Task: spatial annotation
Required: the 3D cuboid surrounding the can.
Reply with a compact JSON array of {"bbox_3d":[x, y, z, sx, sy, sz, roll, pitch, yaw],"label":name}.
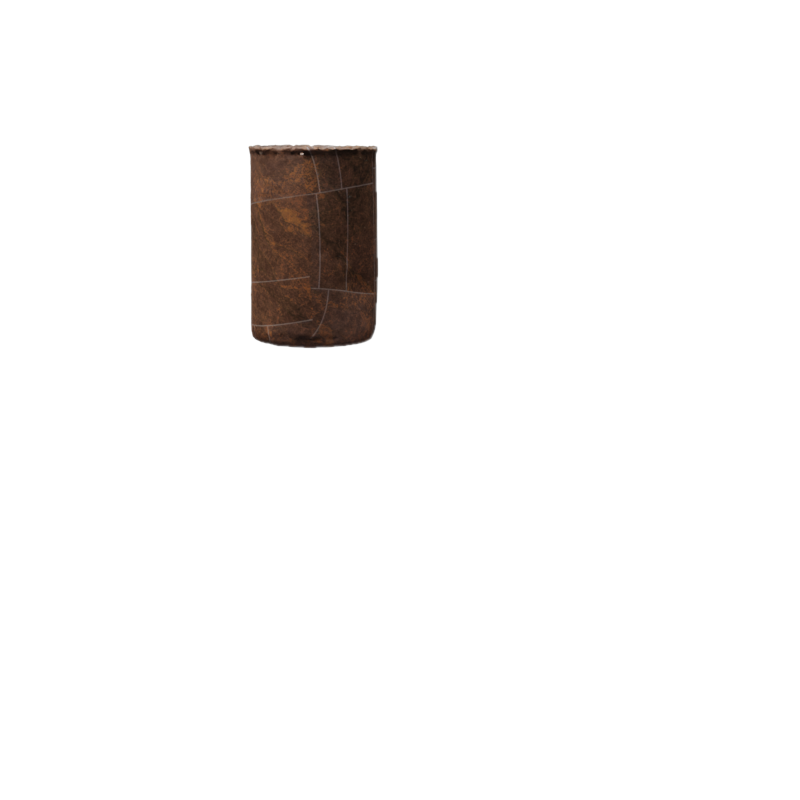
[{"bbox_3d":[-0.046,-0.084,0.589,0.068,0.100,0.070,0,9,-2],"label":"can"}]
